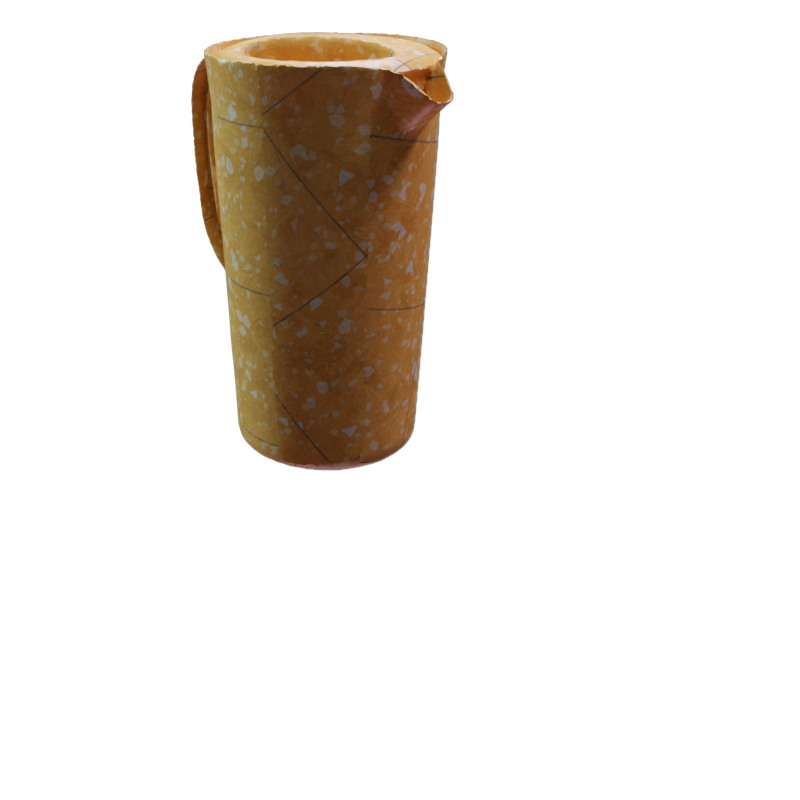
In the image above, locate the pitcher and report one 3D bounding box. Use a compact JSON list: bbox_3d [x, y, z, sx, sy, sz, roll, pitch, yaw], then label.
[{"bbox_3d":[-0.051,-0.093,0.648,0.144,0.233,0.157,-1,21,-5],"label":"pitcher"}]
